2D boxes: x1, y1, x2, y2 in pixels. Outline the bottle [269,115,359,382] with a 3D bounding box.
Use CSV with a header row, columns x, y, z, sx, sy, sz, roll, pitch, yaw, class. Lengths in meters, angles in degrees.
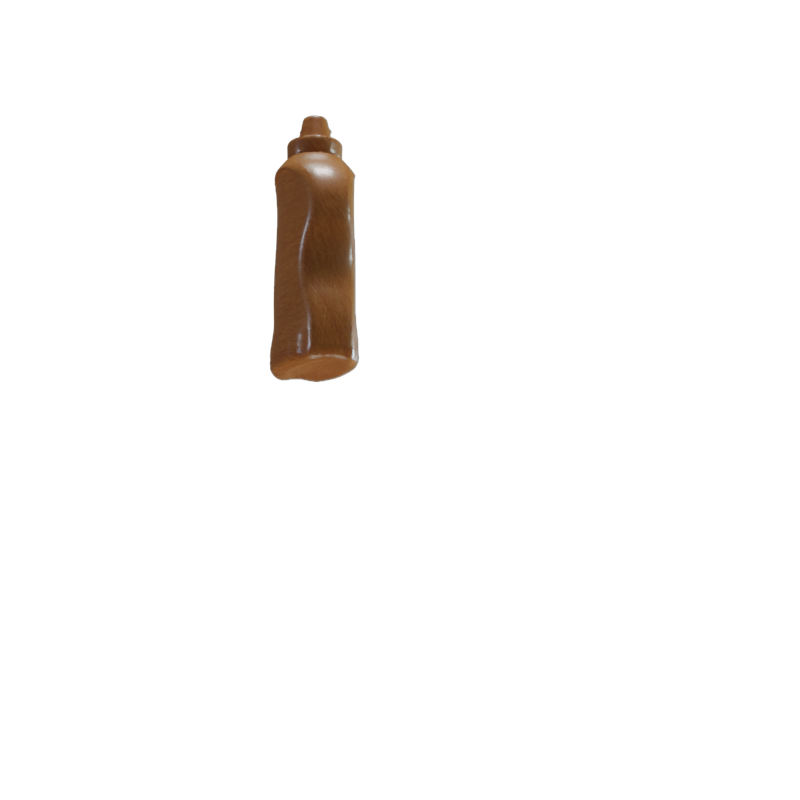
x,y,z,sx,sy,sz,roll,pitch,yaw,class
-0.062,-0.114,0.801,0.057,0.199,0.095,4,-16,-17,bottle
